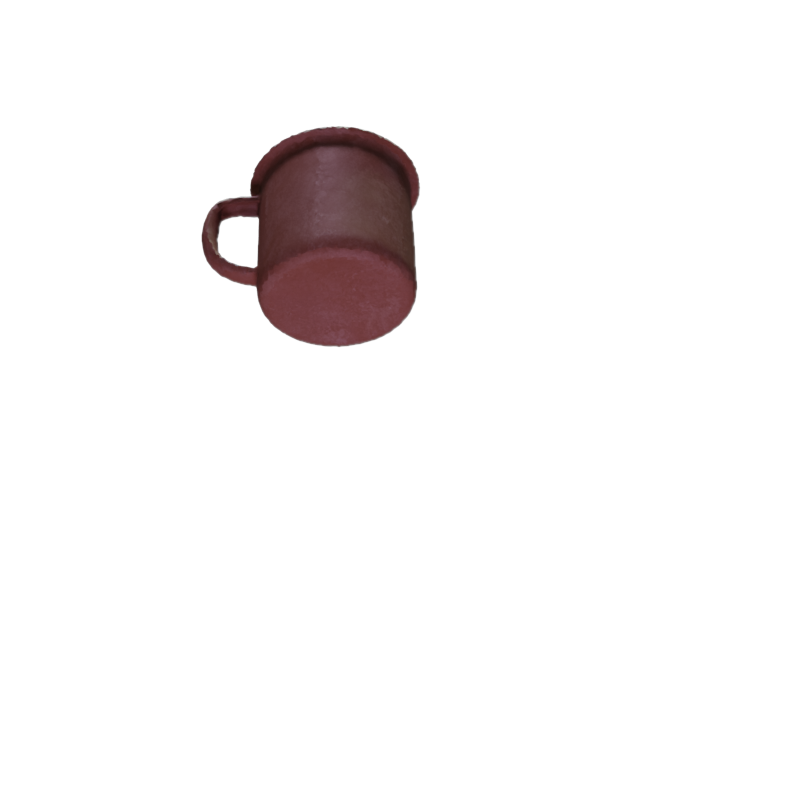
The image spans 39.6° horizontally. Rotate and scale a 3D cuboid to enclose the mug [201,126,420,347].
[{"bbox_3d":[-0.046,-0.083,0.582,0.116,0.087,0.087,3,-38,-6],"label":"mug"}]
